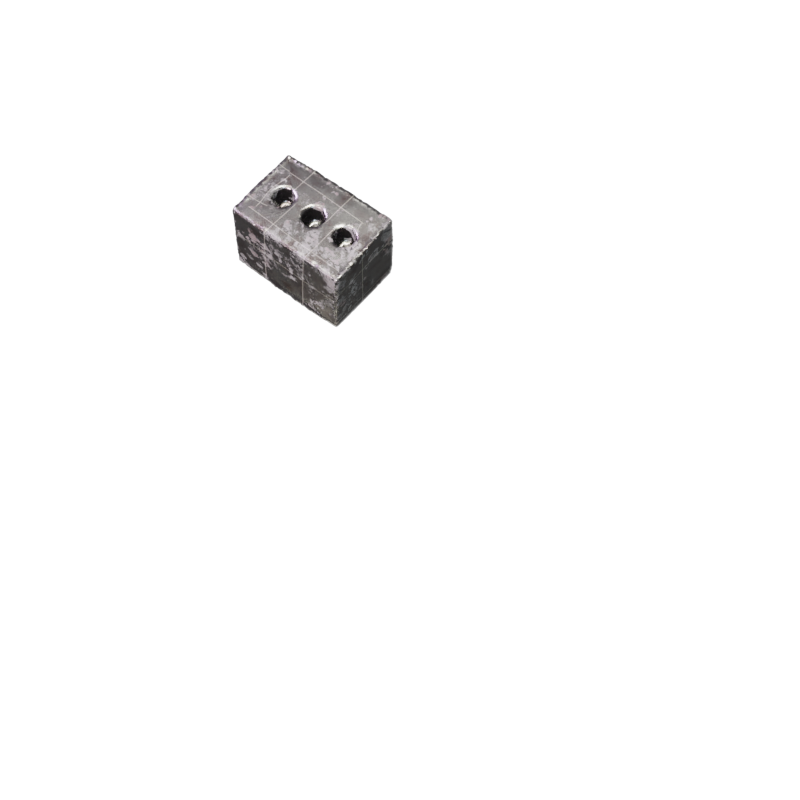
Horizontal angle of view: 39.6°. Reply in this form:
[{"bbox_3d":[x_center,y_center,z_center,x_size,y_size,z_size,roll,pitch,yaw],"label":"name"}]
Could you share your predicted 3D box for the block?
[{"bbox_3d":[-0.050,-0.091,0.636,0.082,0.054,0.048,34,-26,18],"label":"block"}]
